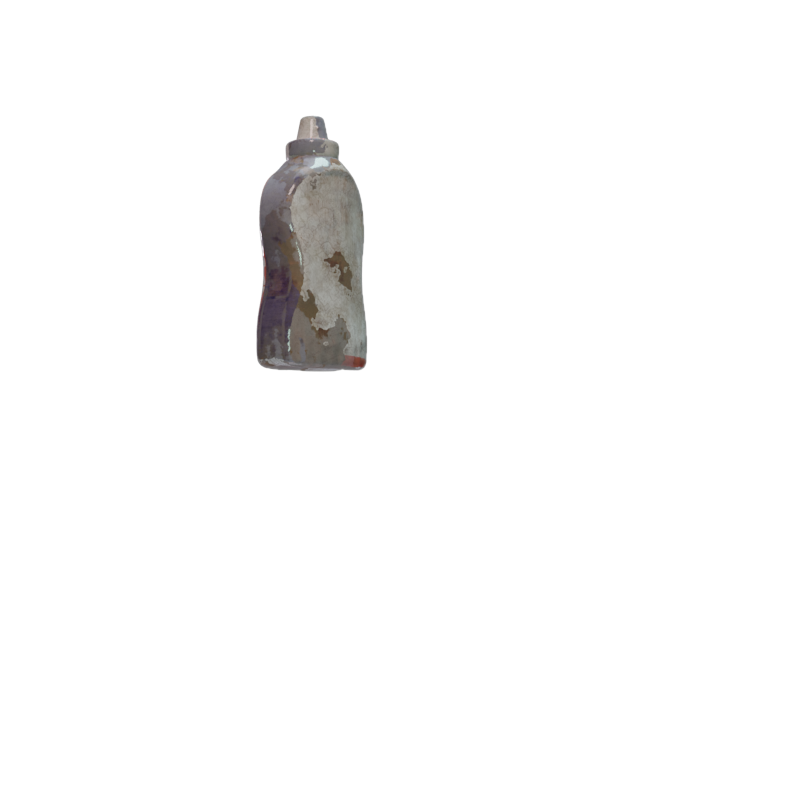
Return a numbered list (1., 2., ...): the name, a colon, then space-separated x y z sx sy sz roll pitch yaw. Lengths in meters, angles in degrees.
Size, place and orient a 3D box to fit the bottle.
1. bottle: -0.066 -0.119 0.834 0.060 0.196 0.091 -7 -10 39
